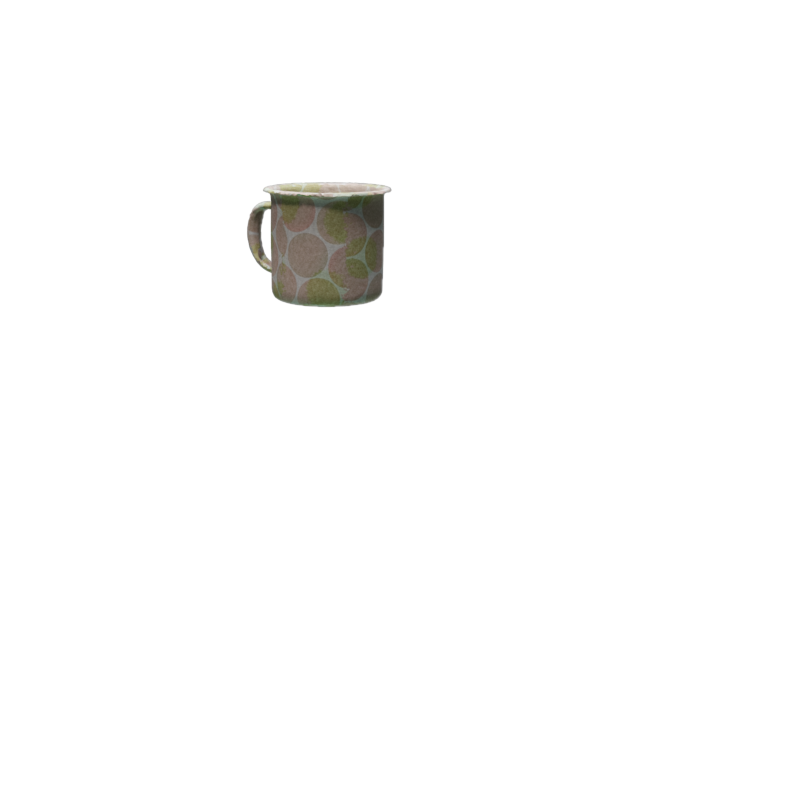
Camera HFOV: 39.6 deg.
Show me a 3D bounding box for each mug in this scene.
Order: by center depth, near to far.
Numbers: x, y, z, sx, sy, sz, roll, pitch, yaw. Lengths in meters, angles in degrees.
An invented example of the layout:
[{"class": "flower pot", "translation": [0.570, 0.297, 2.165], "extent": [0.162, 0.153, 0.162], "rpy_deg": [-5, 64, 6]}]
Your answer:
[{"class": "mug", "translation": [-0.064, -0.116, 0.811], "extent": [0.122, 0.080, 0.092], "rpy_deg": [8, 15, 29]}]
